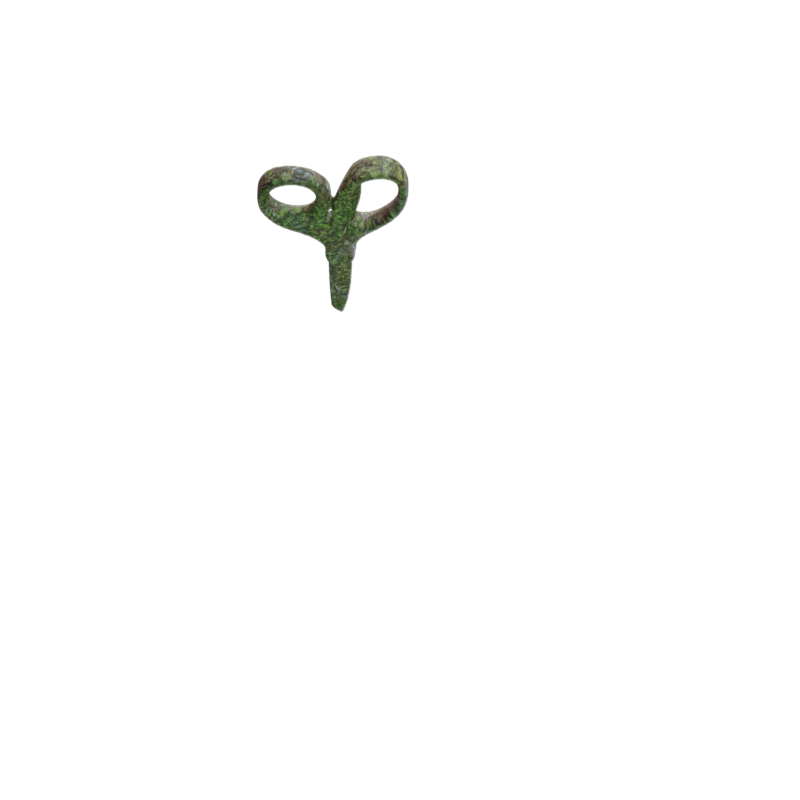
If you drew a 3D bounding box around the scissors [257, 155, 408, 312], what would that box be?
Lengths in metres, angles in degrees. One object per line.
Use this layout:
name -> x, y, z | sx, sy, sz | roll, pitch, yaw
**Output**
scissors -> -0.055, -0.099, 0.696 | 0.094, 0.017, 0.196 | 7, -21, -17
